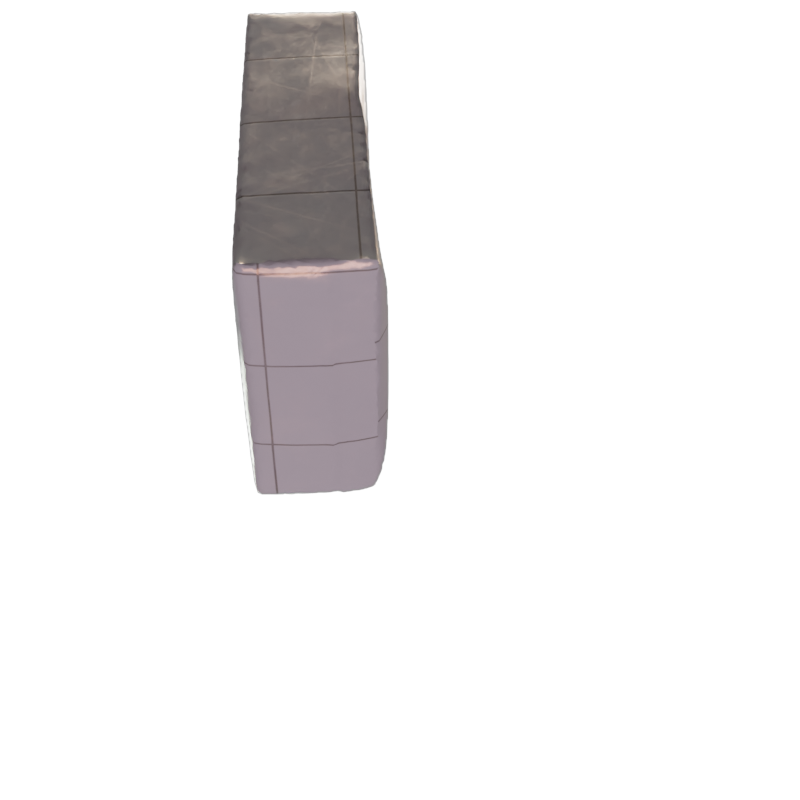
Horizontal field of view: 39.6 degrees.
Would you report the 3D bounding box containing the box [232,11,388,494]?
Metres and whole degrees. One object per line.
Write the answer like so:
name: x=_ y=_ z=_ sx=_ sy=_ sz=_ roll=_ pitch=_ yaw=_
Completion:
box: x=-0.047 y=-0.085 z=0.595 sx=0.072 sy=0.230 sz=0.153 roll=-2 pitch=-45 yaw=-2
